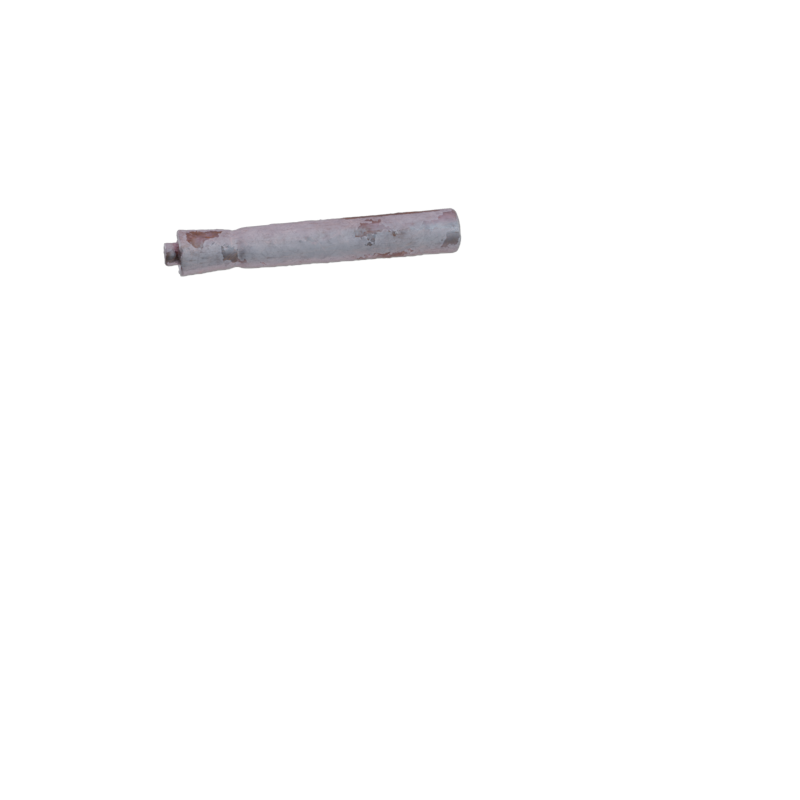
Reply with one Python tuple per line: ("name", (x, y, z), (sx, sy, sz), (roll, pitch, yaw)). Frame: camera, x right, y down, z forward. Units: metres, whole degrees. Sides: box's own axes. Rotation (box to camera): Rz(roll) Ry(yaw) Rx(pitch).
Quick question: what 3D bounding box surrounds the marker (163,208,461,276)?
("marker", (-0.035, -0.064, 0.451), (0.119, 0.020, 0.020), (-7, 6, -12))
